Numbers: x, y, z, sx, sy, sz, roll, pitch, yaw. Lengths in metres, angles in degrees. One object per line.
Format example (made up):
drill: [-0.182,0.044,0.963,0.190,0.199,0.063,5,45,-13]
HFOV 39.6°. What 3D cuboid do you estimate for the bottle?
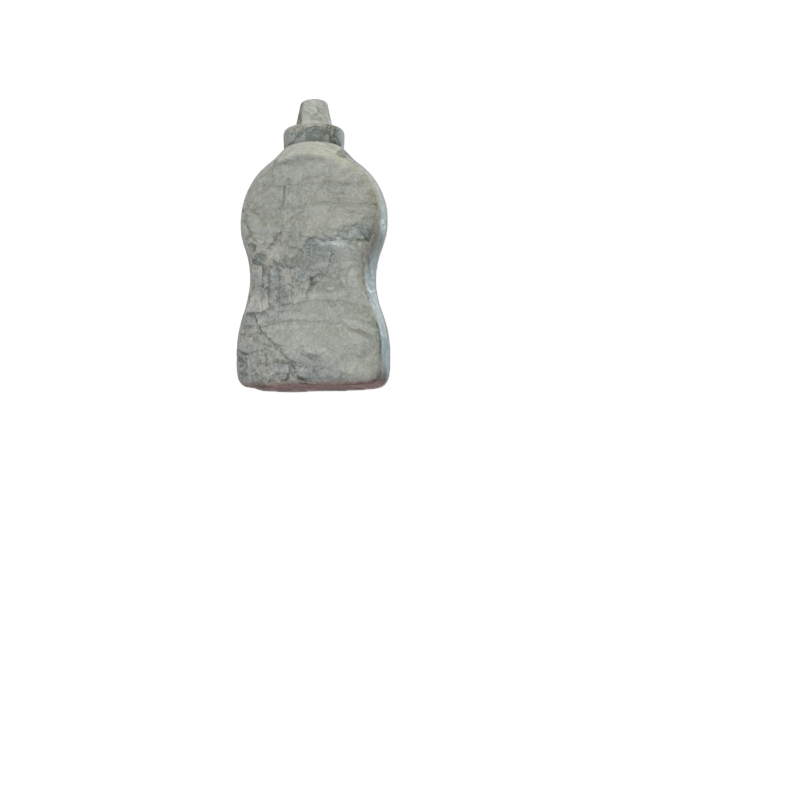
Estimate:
bottle: [-0.057,-0.103,0.724,0.098,0.197,0.056,-4,-12,16]
